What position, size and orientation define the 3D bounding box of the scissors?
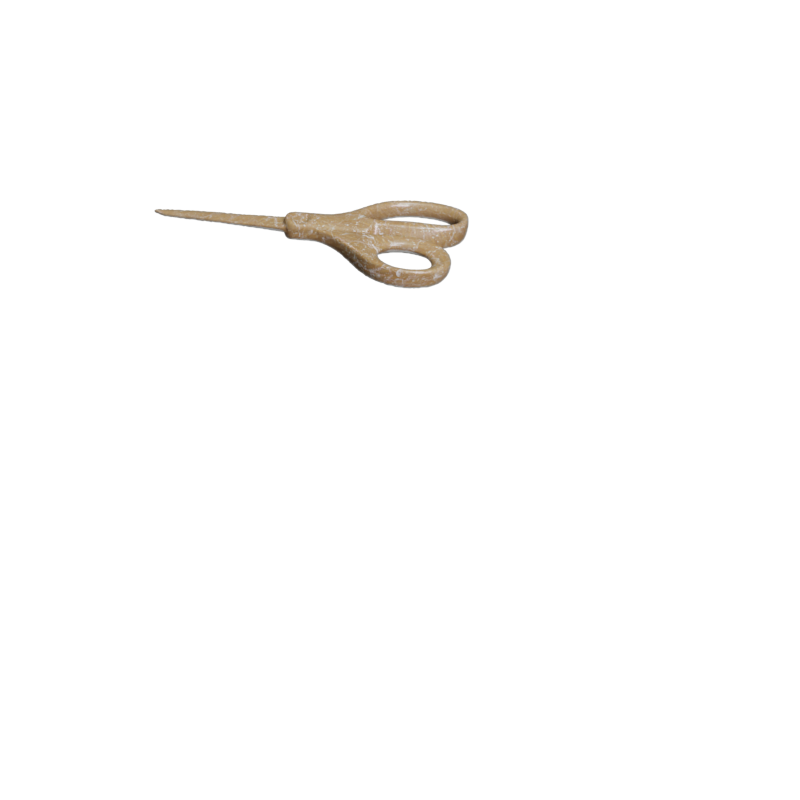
[{"bbox_3d":[-0.054,-0.099,0.696,0.201,0.015,0.103,-3,37,-4],"label":"scissors"}]
